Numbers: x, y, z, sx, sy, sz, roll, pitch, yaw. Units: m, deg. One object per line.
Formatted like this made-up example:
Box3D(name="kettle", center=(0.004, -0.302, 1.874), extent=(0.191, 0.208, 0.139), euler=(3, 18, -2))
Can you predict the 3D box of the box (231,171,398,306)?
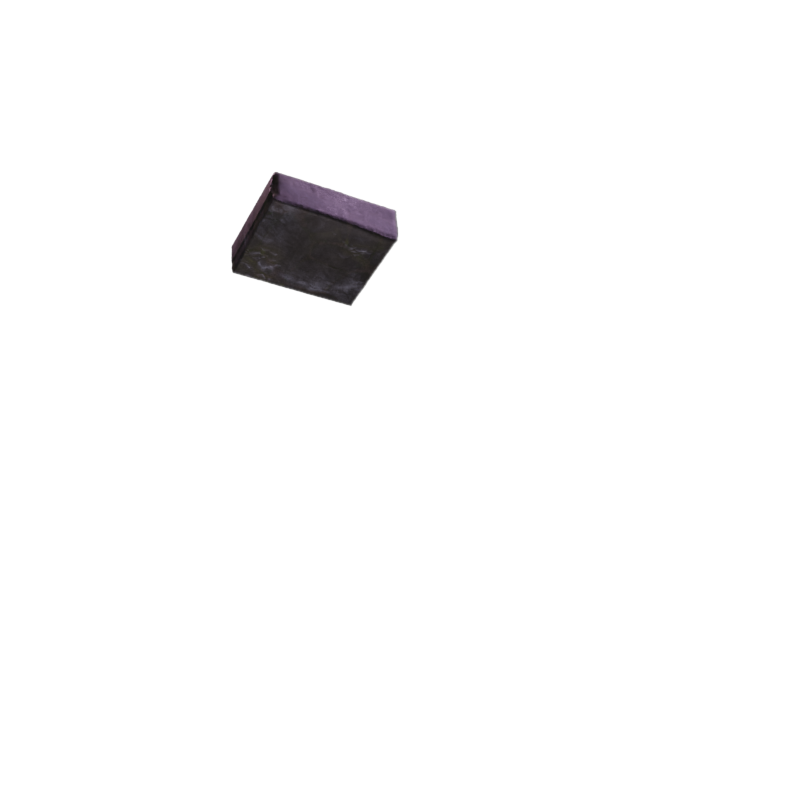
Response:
Box3D(name="box", center=(-0.071, -0.129, 0.906), extent=(0.109, 0.042, 0.087), euler=(18, -44, -20))
